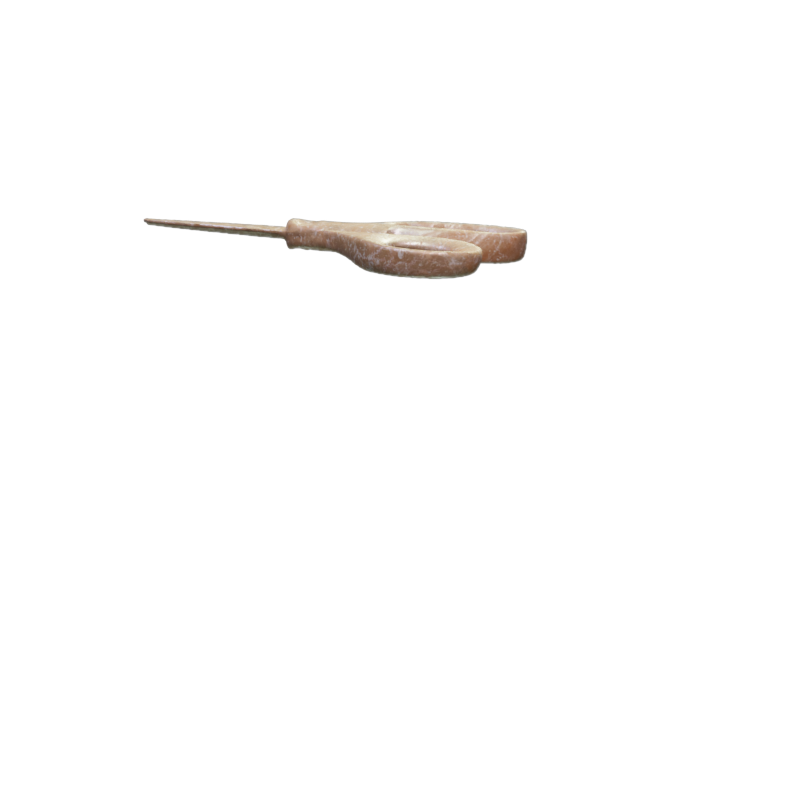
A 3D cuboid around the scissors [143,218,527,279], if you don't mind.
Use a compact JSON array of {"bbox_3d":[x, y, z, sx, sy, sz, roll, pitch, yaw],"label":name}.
[{"bbox_3d":[-0.042,-0.076,0.533,0.205,0.015,0.098,3,17,10],"label":"scissors"}]
